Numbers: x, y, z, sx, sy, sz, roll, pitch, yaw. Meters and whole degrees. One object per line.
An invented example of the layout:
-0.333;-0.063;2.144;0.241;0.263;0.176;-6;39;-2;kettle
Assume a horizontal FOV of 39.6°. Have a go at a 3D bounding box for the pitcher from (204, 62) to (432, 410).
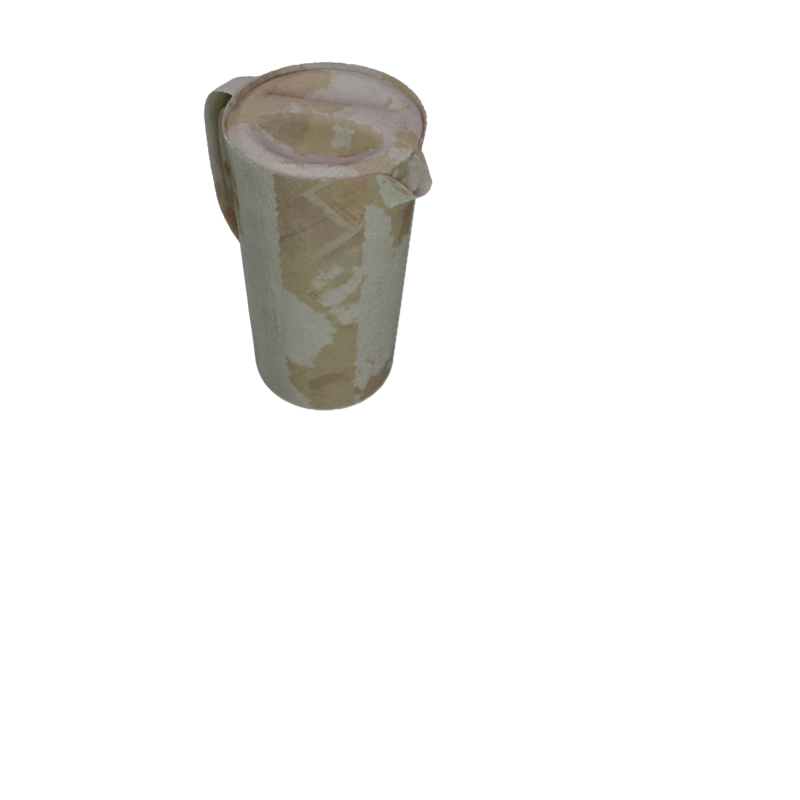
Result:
-0.062;-0.114;0.796;0.144;0.161;0.226;-3;-44;-7;pitcher
